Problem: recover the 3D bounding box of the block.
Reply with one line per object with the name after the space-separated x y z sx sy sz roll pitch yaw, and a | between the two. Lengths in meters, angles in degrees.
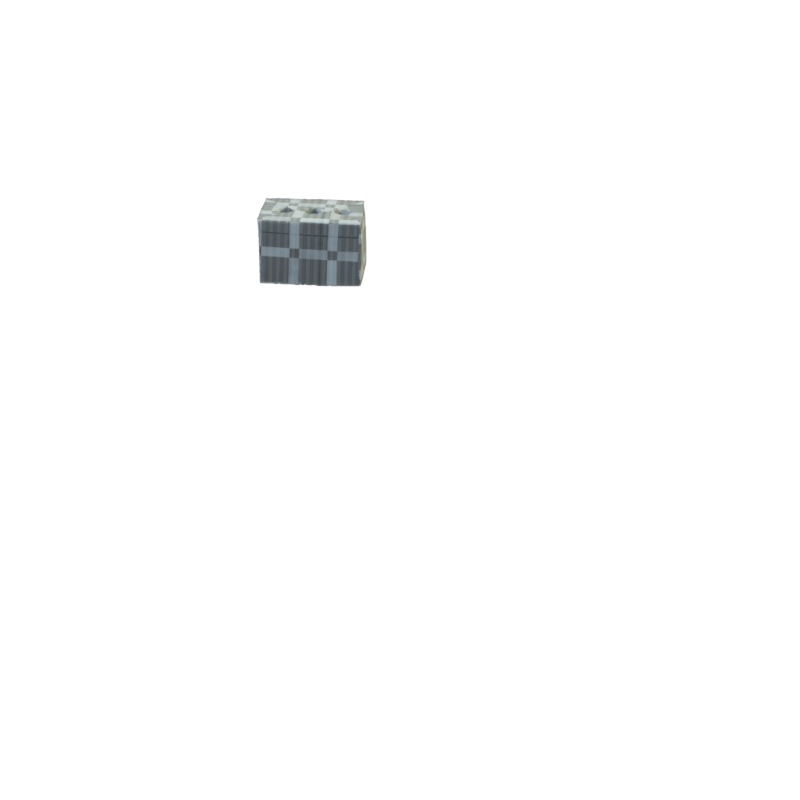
-0.065 -0.118 0.828 0.078 0.049 0.055 2 24 3 | block
